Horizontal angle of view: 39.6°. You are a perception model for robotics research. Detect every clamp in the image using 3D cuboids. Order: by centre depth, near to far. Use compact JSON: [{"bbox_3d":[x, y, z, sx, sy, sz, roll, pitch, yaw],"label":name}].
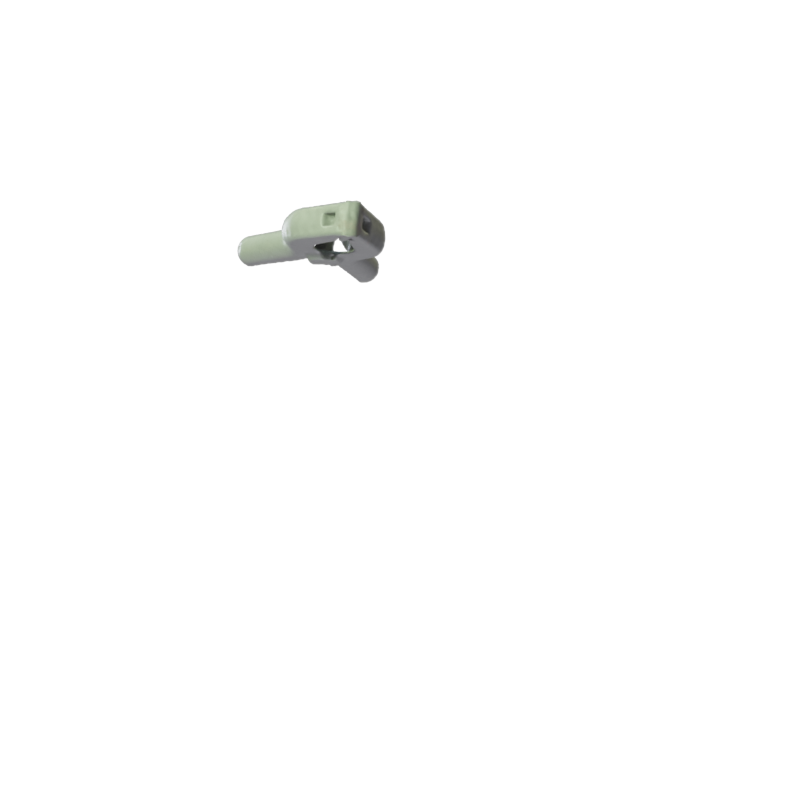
[{"bbox_3d":[-0.068,-0.125,0.874,0.119,0.040,0.168,1,-8,-6],"label":"clamp"}]
